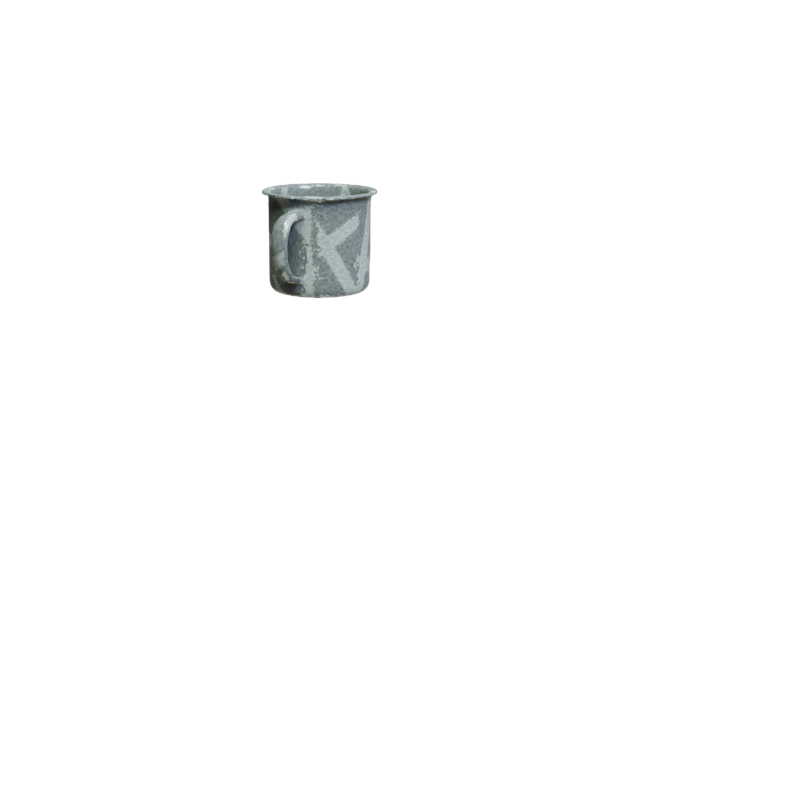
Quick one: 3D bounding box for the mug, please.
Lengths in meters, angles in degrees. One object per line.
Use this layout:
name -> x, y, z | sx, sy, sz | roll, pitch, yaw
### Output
mug -> -0.069, -0.126, 0.885 | 0.096, 0.079, 0.117 | 6, 16, 21
